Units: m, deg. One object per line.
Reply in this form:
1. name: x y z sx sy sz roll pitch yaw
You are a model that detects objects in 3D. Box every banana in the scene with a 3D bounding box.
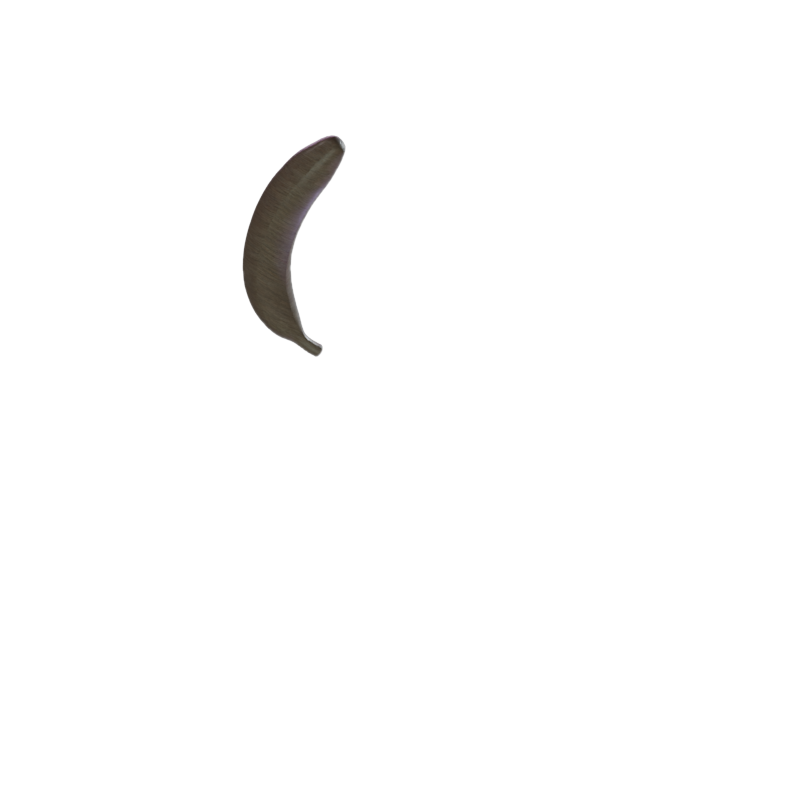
1. banana: -0.086 -0.120 0.853 0.069 0.186 0.039 5 37 -5
